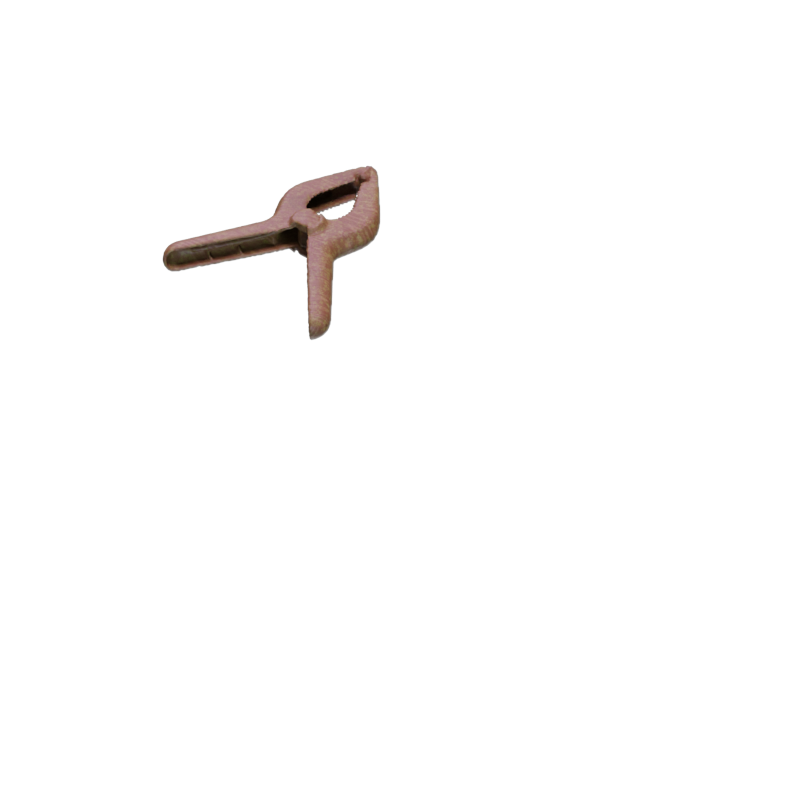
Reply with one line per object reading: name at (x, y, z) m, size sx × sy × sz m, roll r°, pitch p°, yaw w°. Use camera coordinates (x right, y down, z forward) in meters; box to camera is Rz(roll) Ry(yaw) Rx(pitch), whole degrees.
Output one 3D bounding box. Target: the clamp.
clamp at (-0.074, -0.136, 0.950) m, size 0.175 × 0.034 × 0.212 m, roll 31°, pitch 51°, yaw 28°
